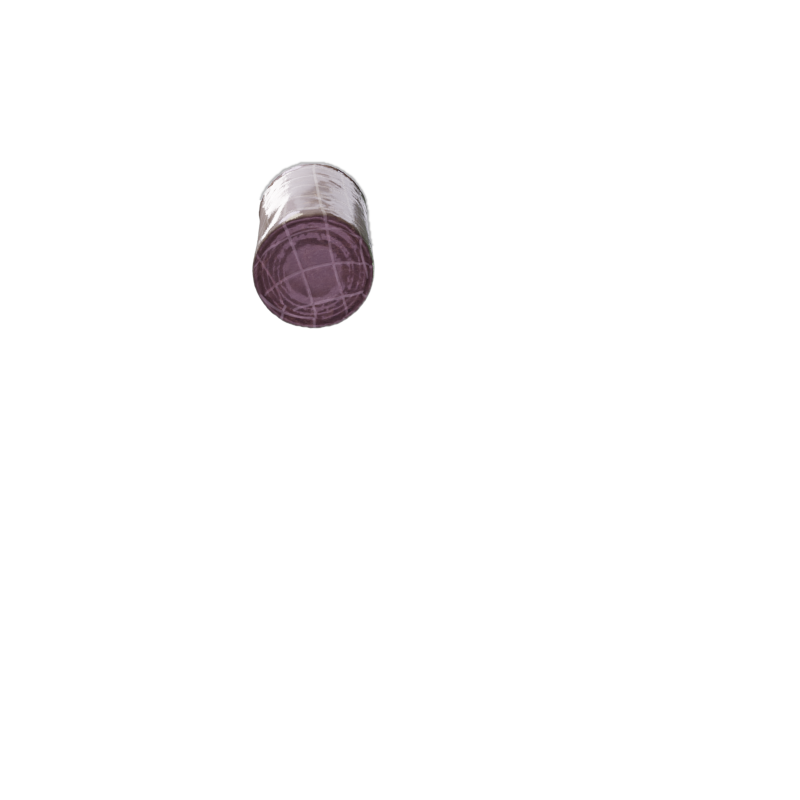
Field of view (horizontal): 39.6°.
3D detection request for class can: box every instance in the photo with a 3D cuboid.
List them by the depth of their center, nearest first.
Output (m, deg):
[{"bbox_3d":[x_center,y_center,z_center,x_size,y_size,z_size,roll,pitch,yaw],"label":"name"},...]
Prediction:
[{"bbox_3d":[-0.050,-0.092,0.641,0.068,0.065,0.108,0,24,-3],"label":"can"}]
